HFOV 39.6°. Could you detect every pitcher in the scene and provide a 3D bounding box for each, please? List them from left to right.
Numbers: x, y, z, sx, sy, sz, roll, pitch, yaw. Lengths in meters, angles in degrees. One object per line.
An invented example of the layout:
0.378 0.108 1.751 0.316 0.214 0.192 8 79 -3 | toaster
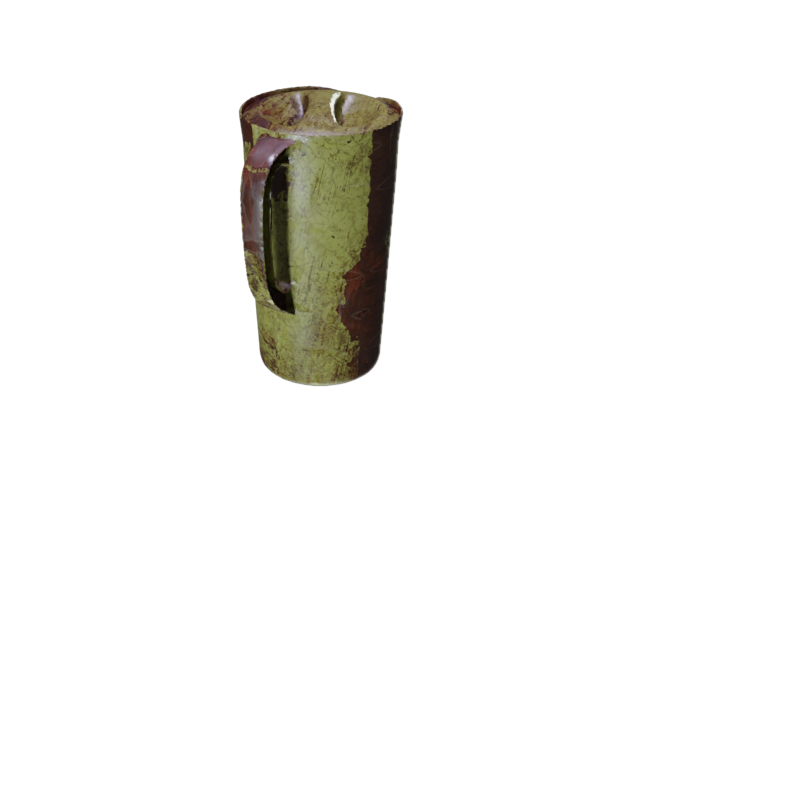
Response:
-0.073 -0.134 0.938 0.147 0.230 0.155 -7 28 -17 | pitcher
